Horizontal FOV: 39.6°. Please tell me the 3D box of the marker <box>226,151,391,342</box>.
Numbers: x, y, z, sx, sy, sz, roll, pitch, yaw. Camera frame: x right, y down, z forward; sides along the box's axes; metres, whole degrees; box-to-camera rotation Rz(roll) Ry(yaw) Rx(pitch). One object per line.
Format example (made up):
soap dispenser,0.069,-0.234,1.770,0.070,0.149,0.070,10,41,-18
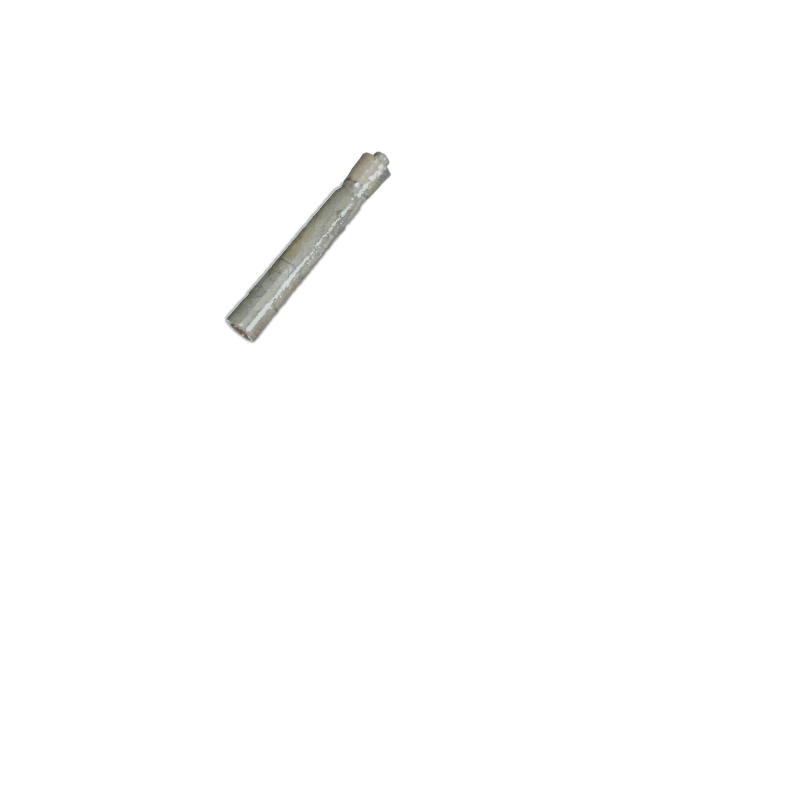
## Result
marker,-0.045,-0.082,0.572,0.020,0.123,0.019,36,-15,7
